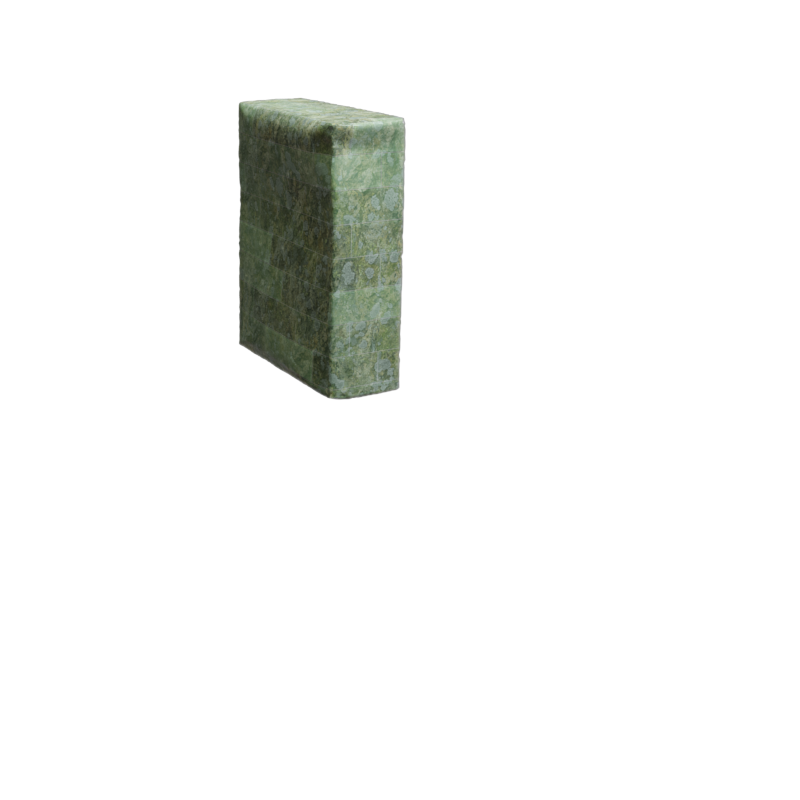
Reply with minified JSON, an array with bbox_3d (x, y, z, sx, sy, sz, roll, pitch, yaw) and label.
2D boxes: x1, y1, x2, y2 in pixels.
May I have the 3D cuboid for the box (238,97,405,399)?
[{"bbox_3d":[-0.069,-0.127,0.887,0.070,0.207,0.174,-8,18,-31],"label":"box"}]
